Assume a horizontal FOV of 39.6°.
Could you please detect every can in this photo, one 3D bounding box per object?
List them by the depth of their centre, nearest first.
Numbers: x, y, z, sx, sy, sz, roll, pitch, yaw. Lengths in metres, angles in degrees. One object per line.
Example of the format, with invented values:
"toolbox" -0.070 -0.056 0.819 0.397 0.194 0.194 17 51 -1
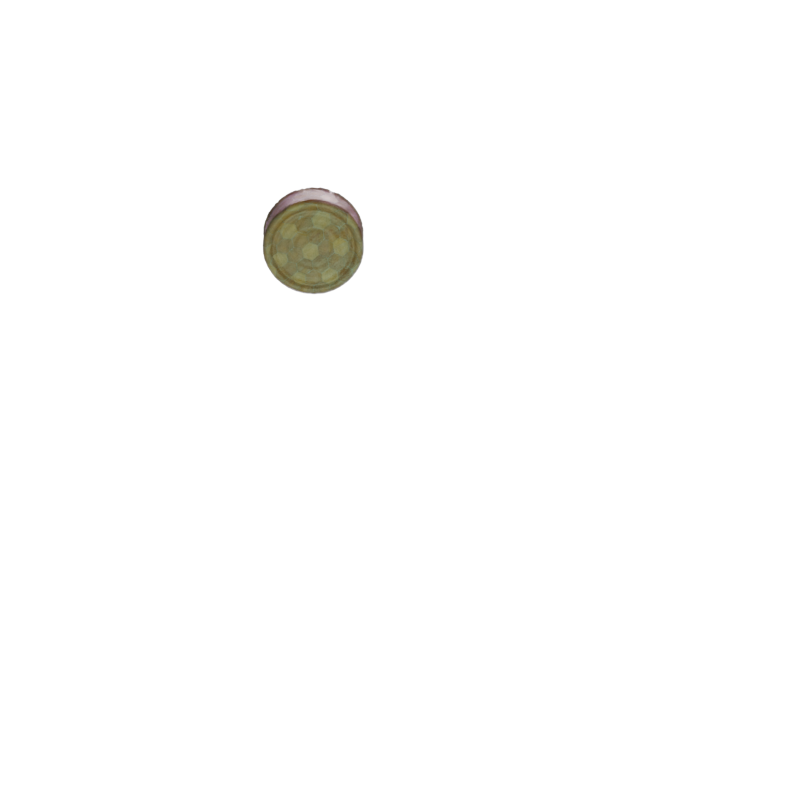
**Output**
"can" -0.073 -0.133 0.934 0.086 0.082 0.035 1 24 -1
